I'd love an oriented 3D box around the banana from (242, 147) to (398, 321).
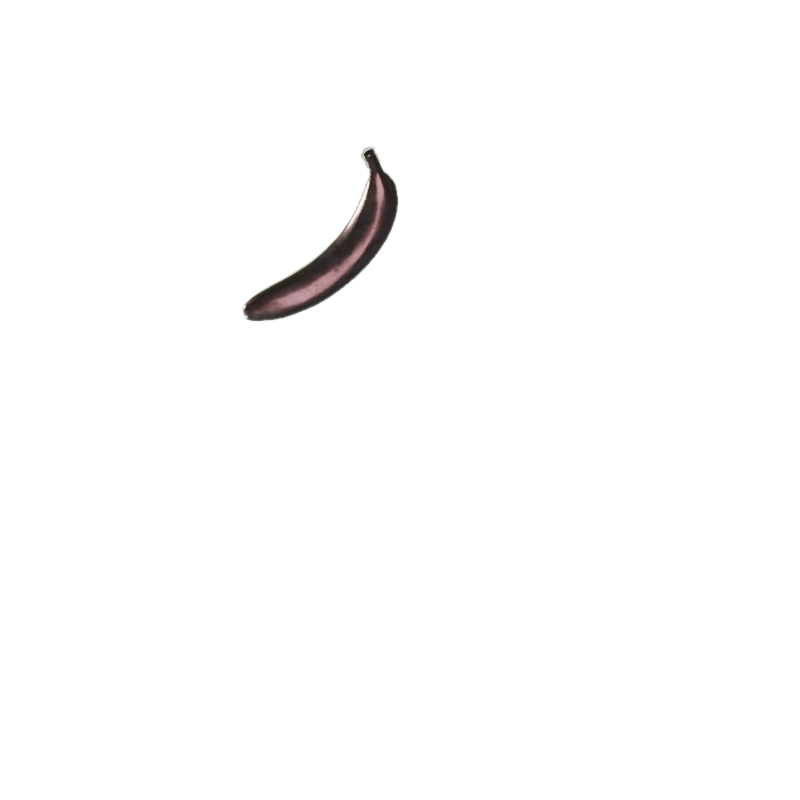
[{"bbox_3d":[-0.060,-0.135,0.992,0.067,0.194,0.039,35,19,-15],"label":"banana"}]
